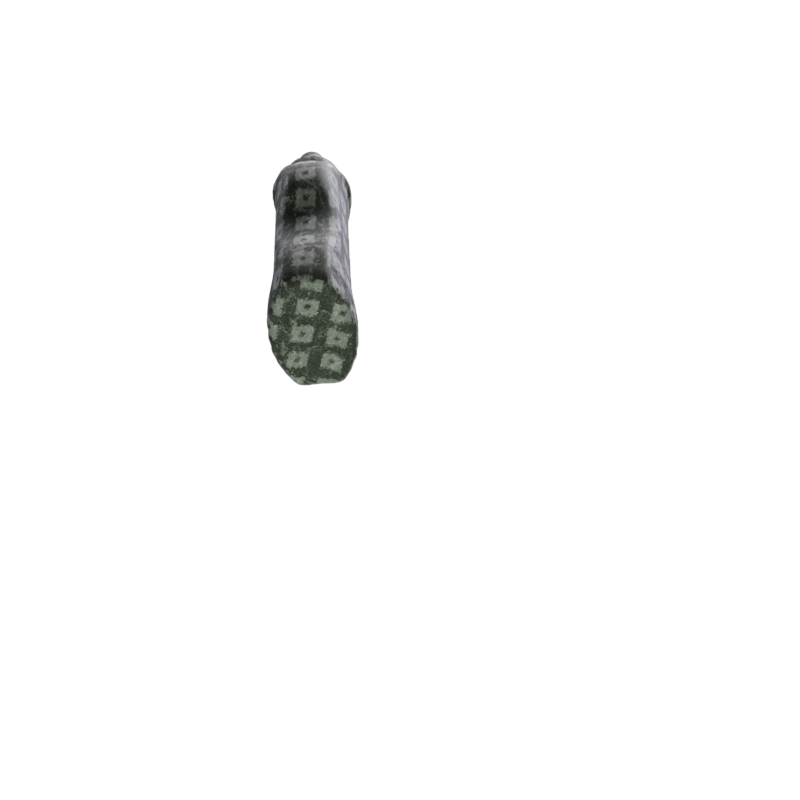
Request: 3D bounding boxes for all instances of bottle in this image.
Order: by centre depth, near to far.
[{"bbox_3d":[-0.061,-0.110,0.772,0.059,0.206,0.089,-7,-45,2],"label":"bottle"}]
